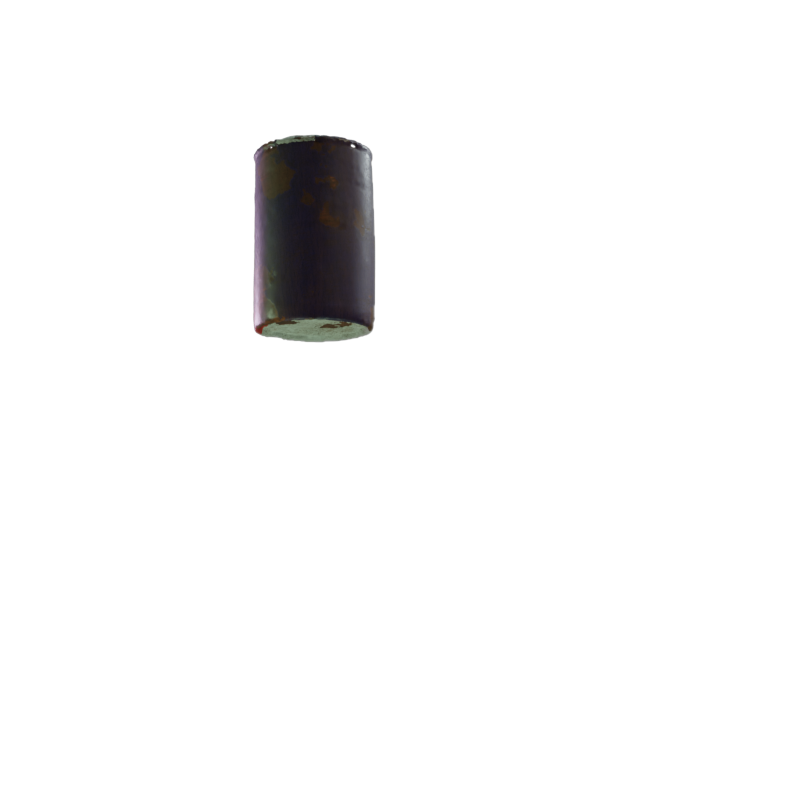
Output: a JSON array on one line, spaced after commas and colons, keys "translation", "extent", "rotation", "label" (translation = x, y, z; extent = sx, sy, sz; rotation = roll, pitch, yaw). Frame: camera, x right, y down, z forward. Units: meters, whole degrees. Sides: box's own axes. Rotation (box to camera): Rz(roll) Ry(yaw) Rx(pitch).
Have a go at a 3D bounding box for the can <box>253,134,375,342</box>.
[{"translation": [-0.048, -0.088, 0.619], "extent": [0.068, 0.106, 0.066], "rotation": [0, -13, -2], "label": "can"}]
